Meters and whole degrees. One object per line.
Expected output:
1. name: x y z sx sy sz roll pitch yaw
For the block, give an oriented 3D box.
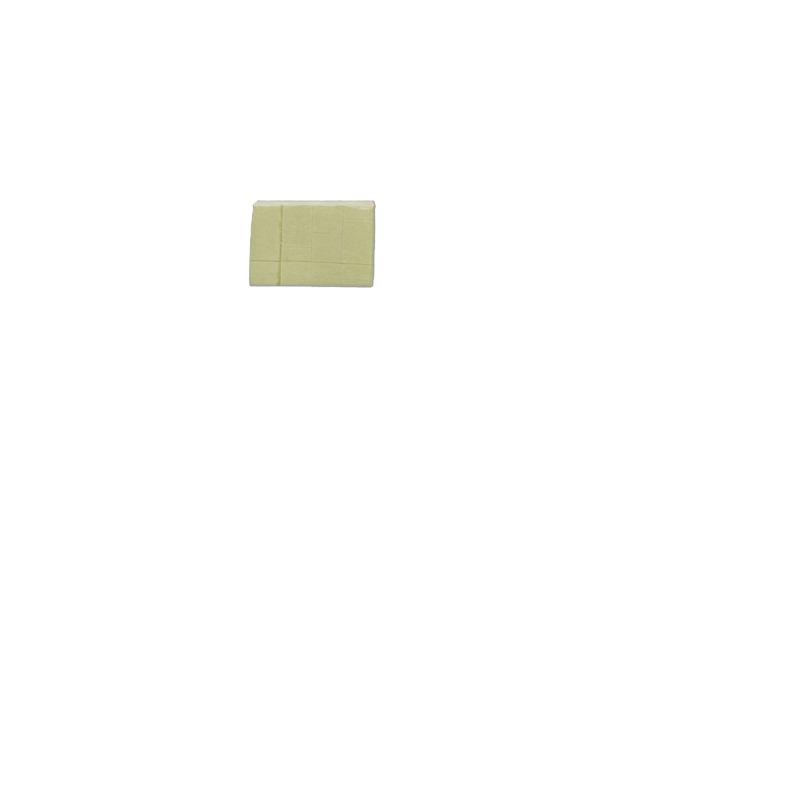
1. block: -0.055 -0.100 0.703 0.078 0.050 0.054 0 11 0
